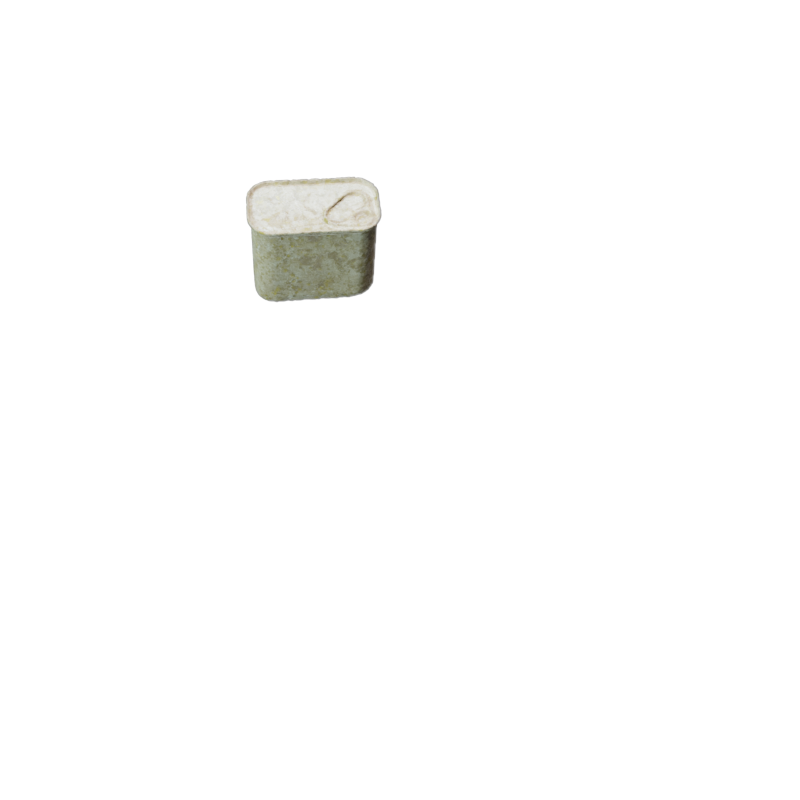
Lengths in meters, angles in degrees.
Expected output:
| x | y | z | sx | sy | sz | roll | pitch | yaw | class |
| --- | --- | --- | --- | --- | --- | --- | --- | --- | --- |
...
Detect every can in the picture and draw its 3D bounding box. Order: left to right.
| x | y | z | sx | sy | sz | roll | pitch | yaw | class |
| --- | --- | --- | --- | --- | --- | --- | --- | --- | --- |
| -0.068 | -0.124 | 0.869 | 0.101 | 0.062 | 0.078 | -3 | -39 | -4 | can |
